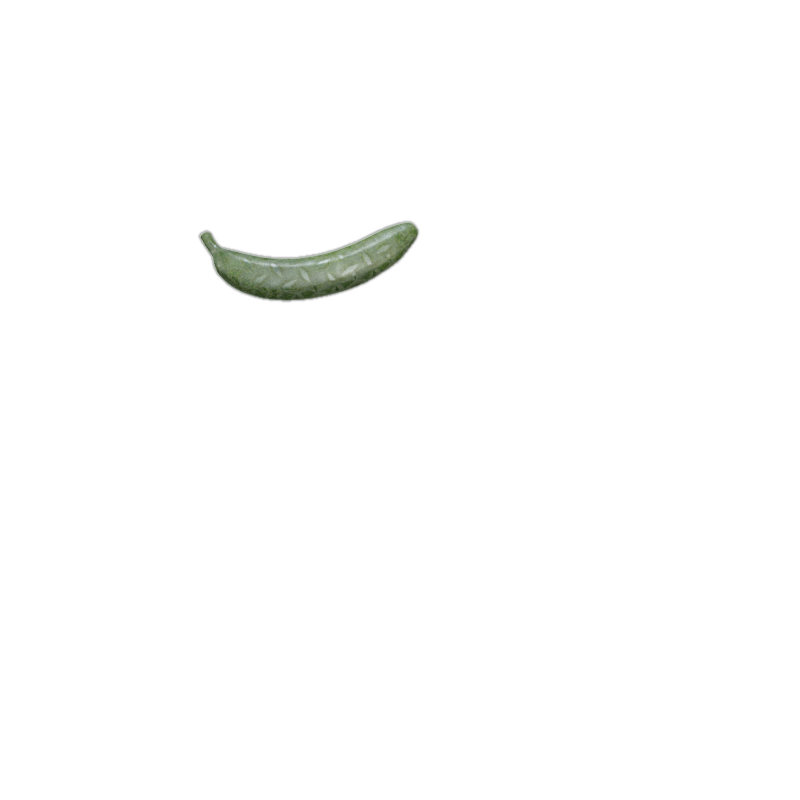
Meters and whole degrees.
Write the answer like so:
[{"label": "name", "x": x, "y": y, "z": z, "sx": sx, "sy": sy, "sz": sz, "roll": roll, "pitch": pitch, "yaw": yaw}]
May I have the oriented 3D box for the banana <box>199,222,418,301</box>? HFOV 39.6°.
[{"label": "banana", "x": -0.081, "y": -0.123, "z": 0.989, "sx": 0.197, "sy": 0.072, "sz": 0.036, "roll": -2, "pitch": -12, "yaw": -1}]
